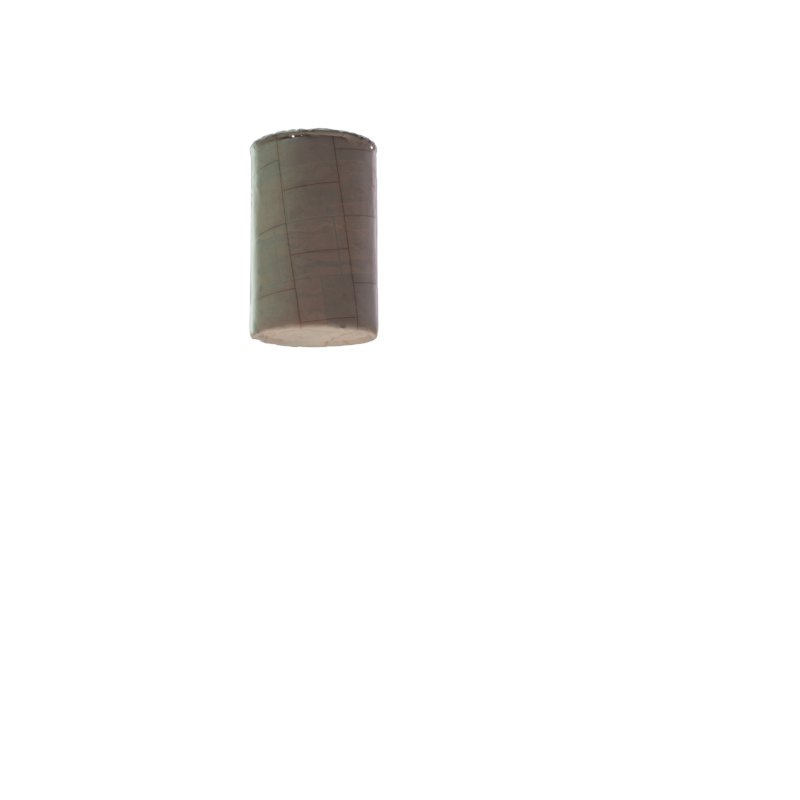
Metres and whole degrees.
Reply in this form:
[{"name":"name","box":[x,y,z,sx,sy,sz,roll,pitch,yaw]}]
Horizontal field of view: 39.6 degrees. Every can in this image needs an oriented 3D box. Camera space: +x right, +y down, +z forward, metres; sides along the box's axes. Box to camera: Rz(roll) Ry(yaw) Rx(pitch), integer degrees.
[{"name":"can","box":[-0.045,-0.083,0.578,0.068,0.105,0.067,0,-11,-2]}]
